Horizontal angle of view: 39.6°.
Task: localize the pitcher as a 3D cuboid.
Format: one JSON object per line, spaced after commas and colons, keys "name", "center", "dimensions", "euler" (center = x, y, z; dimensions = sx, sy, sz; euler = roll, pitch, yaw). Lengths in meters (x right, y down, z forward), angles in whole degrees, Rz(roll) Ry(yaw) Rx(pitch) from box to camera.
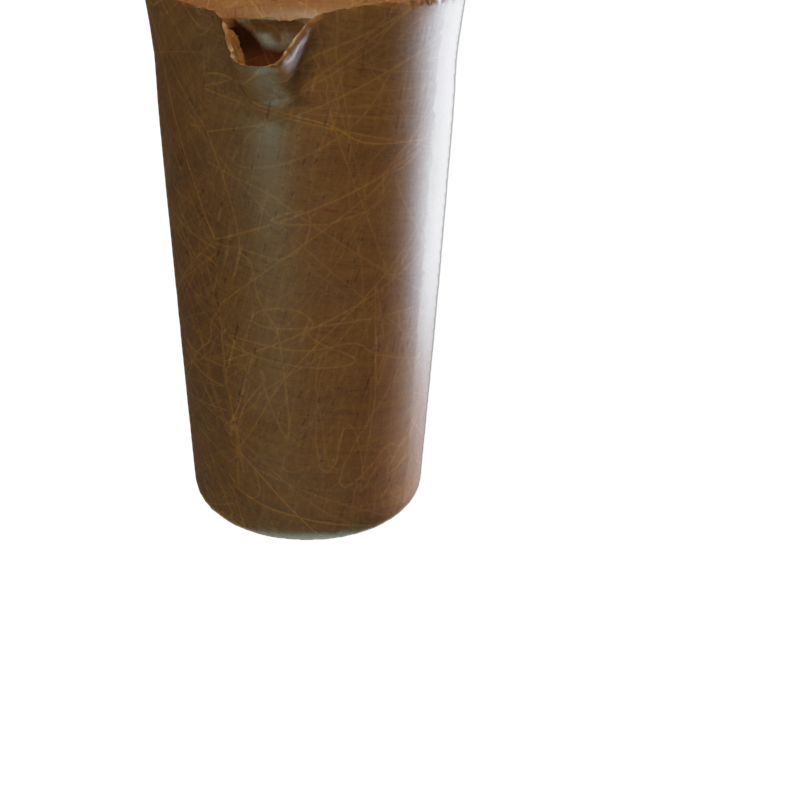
{"name": "pitcher", "center": [-0.040, -0.072, 0.507], "dimensions": [0.146, 0.232, 0.155], "euler": [-14, 25, -34]}
